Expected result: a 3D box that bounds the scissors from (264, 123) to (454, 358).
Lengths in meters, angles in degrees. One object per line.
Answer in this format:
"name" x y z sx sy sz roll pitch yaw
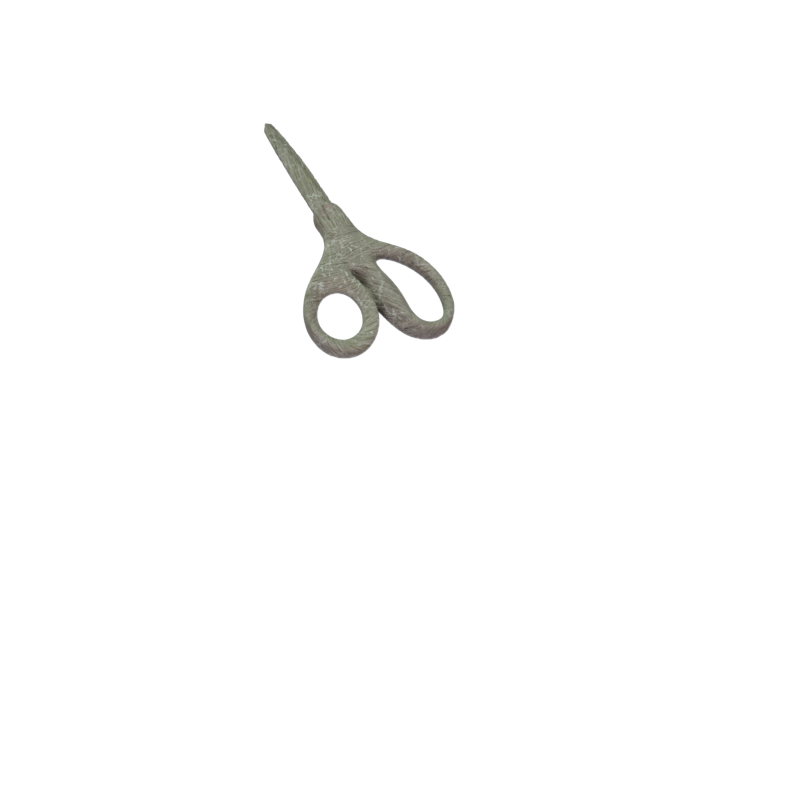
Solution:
"scissors" -0.054 -0.098 0.685 0.097 0.015 0.215 -35 60 -24
